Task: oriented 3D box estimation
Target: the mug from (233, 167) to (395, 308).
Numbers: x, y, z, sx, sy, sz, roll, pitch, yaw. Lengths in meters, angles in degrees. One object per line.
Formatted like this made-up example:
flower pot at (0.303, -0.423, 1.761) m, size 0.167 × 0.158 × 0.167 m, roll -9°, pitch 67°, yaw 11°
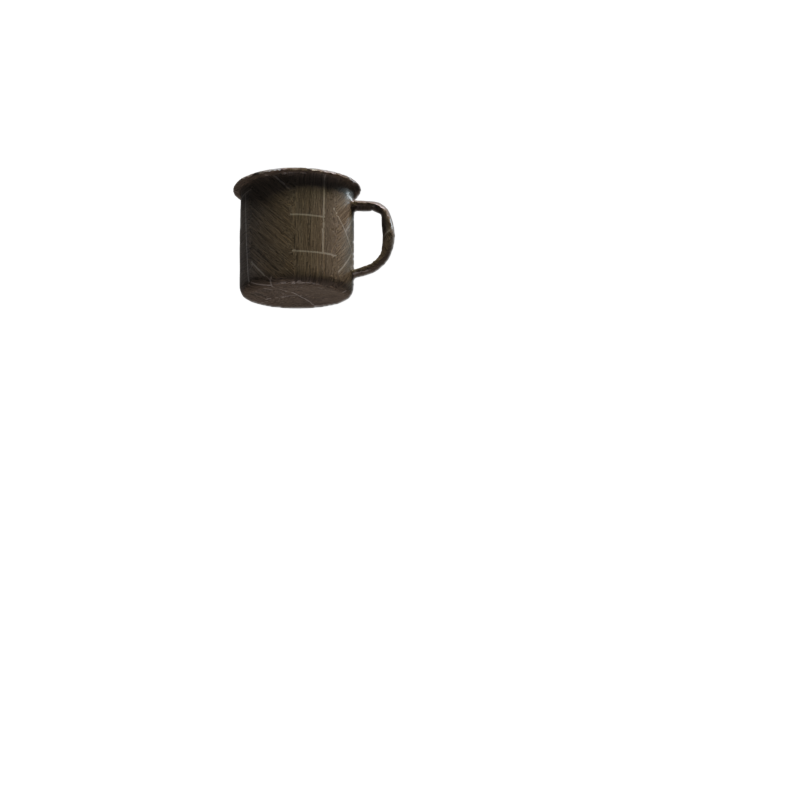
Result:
mug at (-0.062, -0.113, 0.794) m, size 0.118 × 0.084 × 0.089 m, roll -2°, pitch -12°, yaw 6°
